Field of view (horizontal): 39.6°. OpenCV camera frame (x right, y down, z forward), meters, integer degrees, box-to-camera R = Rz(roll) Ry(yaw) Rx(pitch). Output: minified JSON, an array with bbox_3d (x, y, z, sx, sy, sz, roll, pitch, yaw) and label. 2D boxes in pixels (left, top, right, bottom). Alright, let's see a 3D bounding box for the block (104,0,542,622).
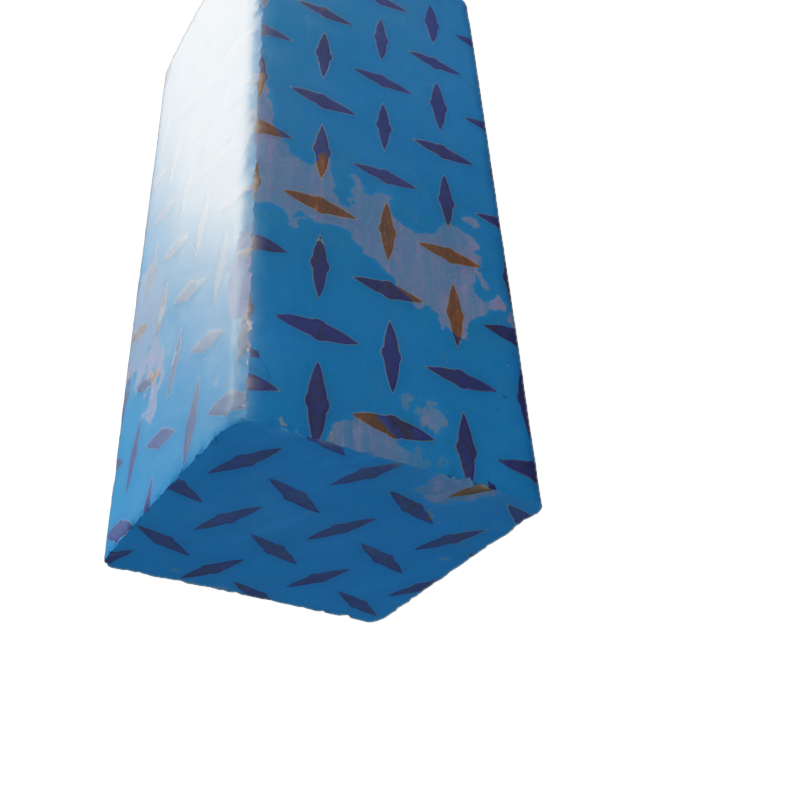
[{"bbox_3d":[-0.028,-0.052,0.360,0.087,0.221,0.088,18,-42,-25],"label":"block"}]
